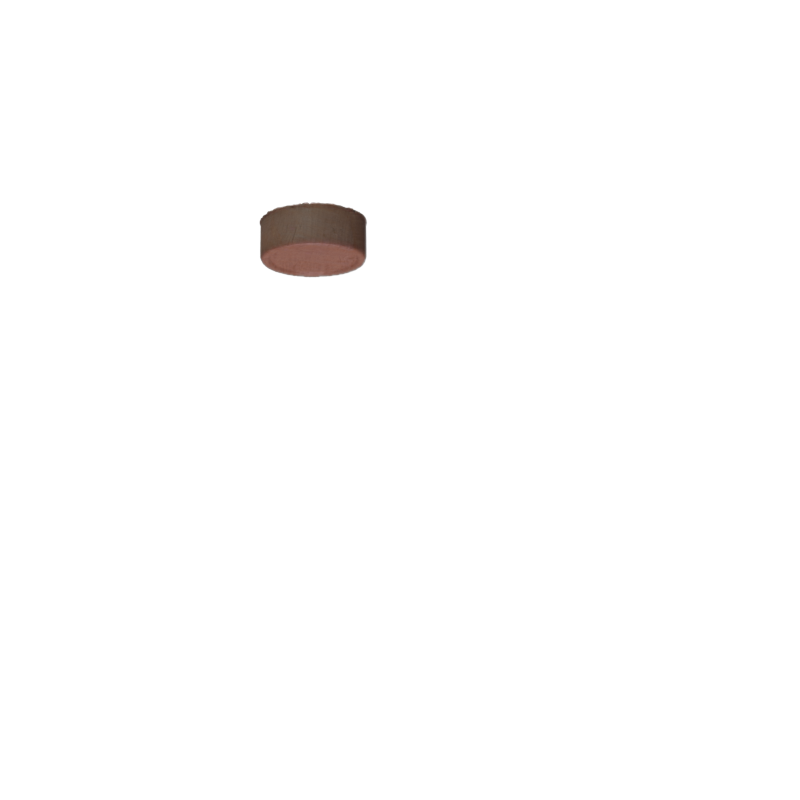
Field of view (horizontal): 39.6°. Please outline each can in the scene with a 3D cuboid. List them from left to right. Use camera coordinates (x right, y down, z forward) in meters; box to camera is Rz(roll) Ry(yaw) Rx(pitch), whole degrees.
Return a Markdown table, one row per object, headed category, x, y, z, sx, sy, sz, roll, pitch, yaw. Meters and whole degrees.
| category | x | y | z | sx | sy | sz | roll | pitch | yaw |
| --- | --- | --- | --- | --- | --- | --- | --- | --- | --- |
| can | -0.069 | -0.126 | 0.881 | 0.086 | 0.035 | 0.083 | 0 | -13 | -2 |
